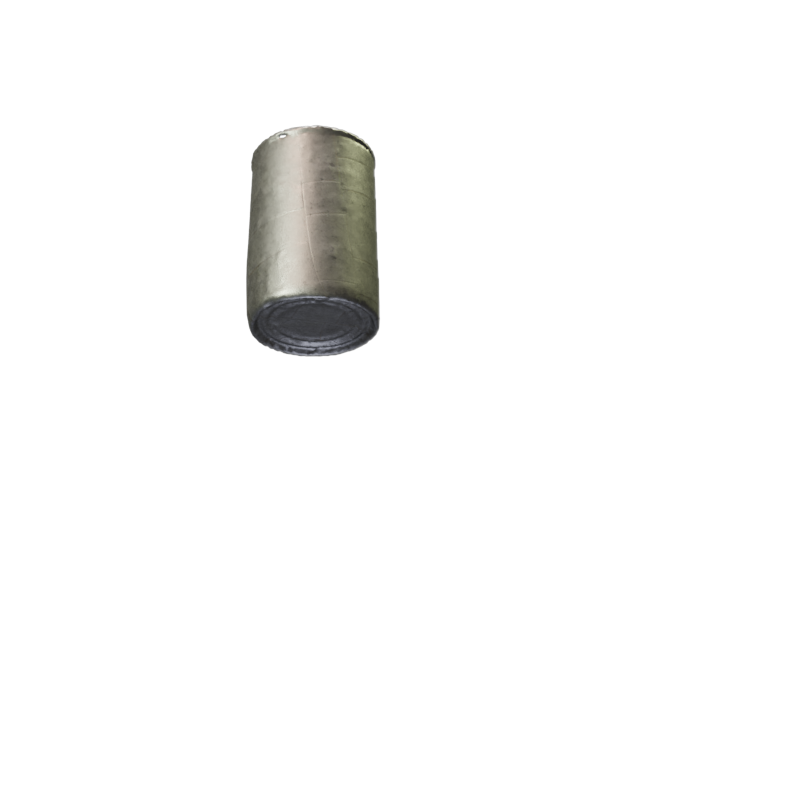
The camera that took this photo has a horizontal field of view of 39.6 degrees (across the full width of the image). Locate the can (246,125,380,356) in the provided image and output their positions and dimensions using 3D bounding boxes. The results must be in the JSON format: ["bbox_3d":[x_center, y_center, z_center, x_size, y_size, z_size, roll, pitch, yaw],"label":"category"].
[{"bbox_3d":[-0.045,-0.083,0.578,0.068,0.109,0.064,0,-29,-2],"label":"can"}]
